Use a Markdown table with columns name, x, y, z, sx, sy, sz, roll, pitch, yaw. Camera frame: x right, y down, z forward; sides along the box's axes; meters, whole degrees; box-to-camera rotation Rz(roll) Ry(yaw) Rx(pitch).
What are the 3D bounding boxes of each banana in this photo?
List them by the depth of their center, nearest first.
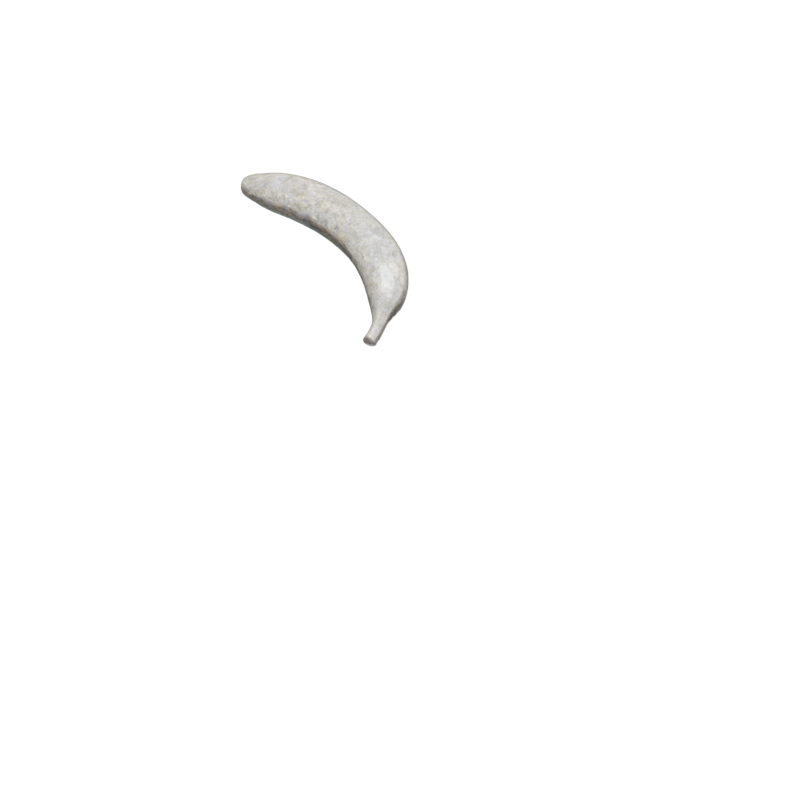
| name | x | y | z | sx | sy | sz | roll | pitch | yaw |
| --- | --- | --- | --- | --- | --- | --- | --- | --- | --- |
| banana | -0.050 | -0.128 | 0.868 | 0.069 | 0.034 | 0.213 | -25 | 54 | -21 |
